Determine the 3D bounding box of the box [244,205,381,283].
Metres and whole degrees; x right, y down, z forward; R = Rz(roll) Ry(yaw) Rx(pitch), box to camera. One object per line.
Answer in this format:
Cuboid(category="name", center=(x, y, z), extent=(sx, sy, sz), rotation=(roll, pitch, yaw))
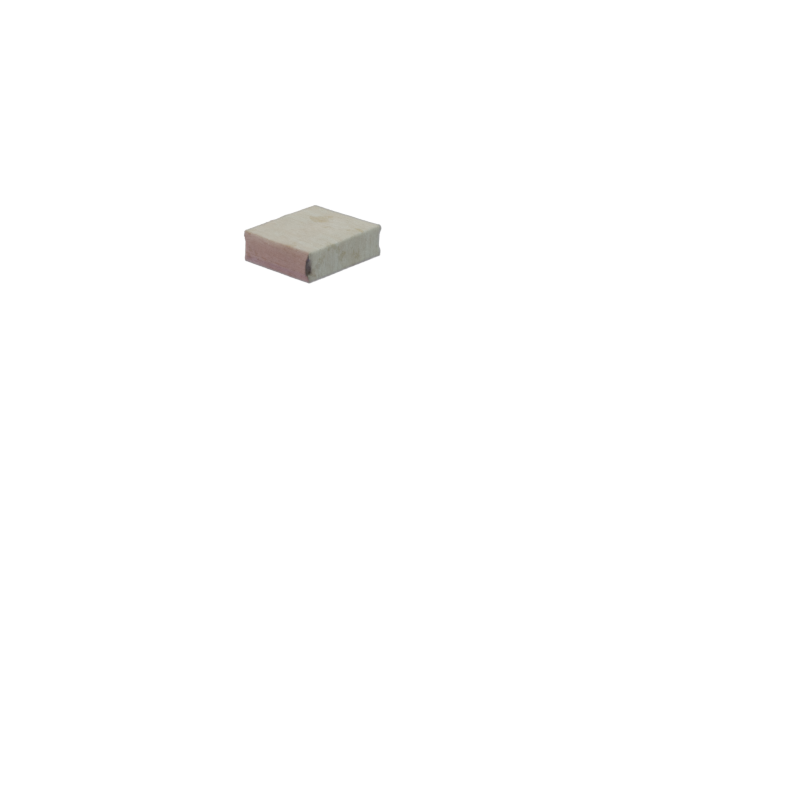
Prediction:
Cuboid(category="box", center=(-0.070, -0.128, 0.899), extent=(0.077, 0.029, 0.089), rotation=(22, 34, 35))
